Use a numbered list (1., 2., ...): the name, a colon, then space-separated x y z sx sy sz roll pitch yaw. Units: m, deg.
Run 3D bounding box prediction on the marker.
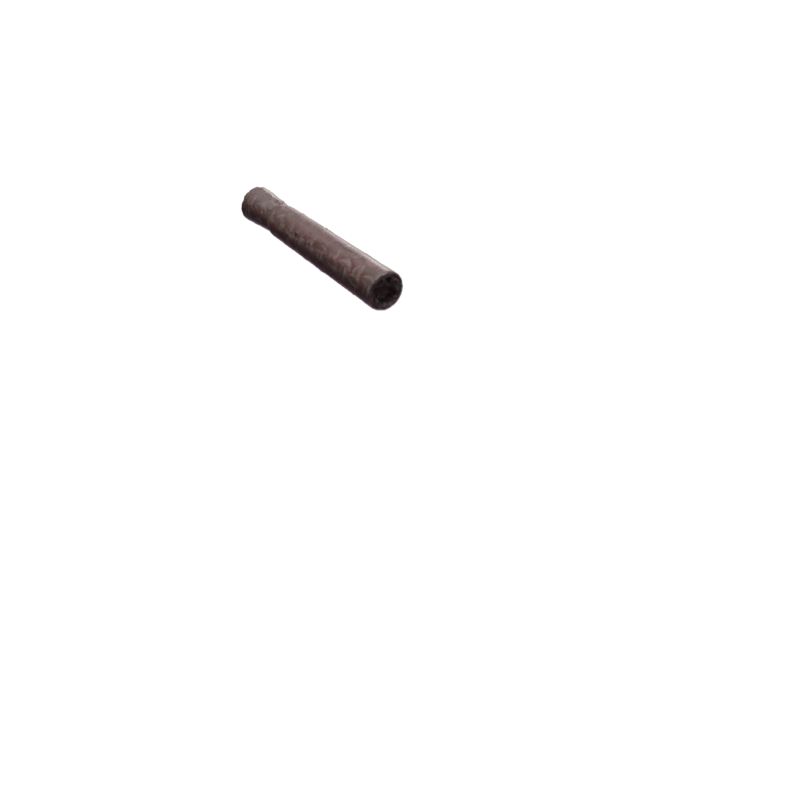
1. marker: -0.041 -0.075 0.527 0.019 0.019 0.130 -3 27 -36
